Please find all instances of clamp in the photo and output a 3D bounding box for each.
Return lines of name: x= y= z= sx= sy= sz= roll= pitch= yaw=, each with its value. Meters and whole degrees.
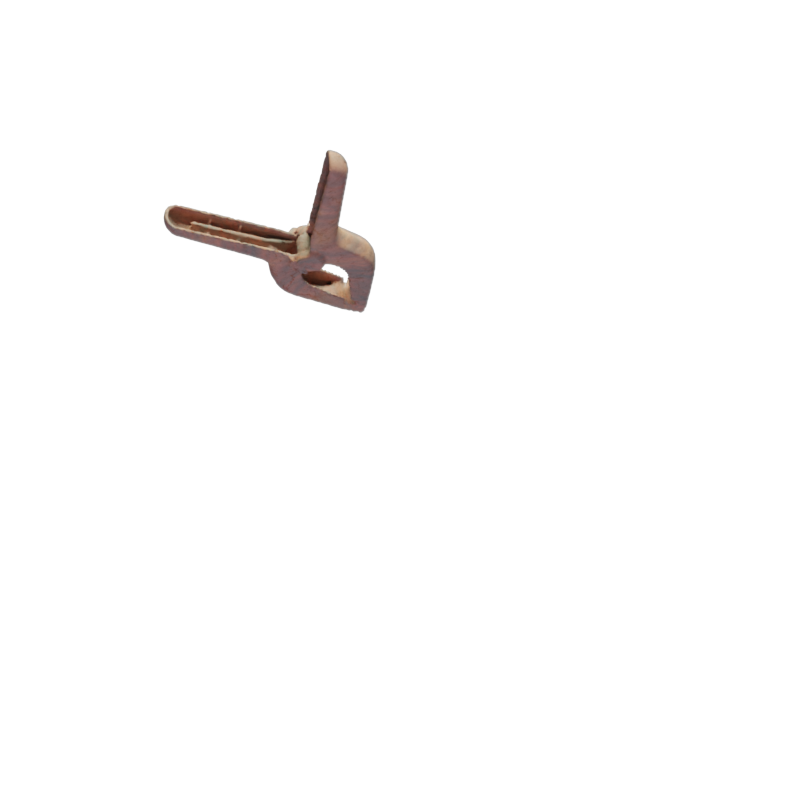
clamp: x=-0.074 y=-0.135 z=0.942 sx=0.166 sy=0.039 sz=0.195 roll=-17 pitch=-32 yaw=29
